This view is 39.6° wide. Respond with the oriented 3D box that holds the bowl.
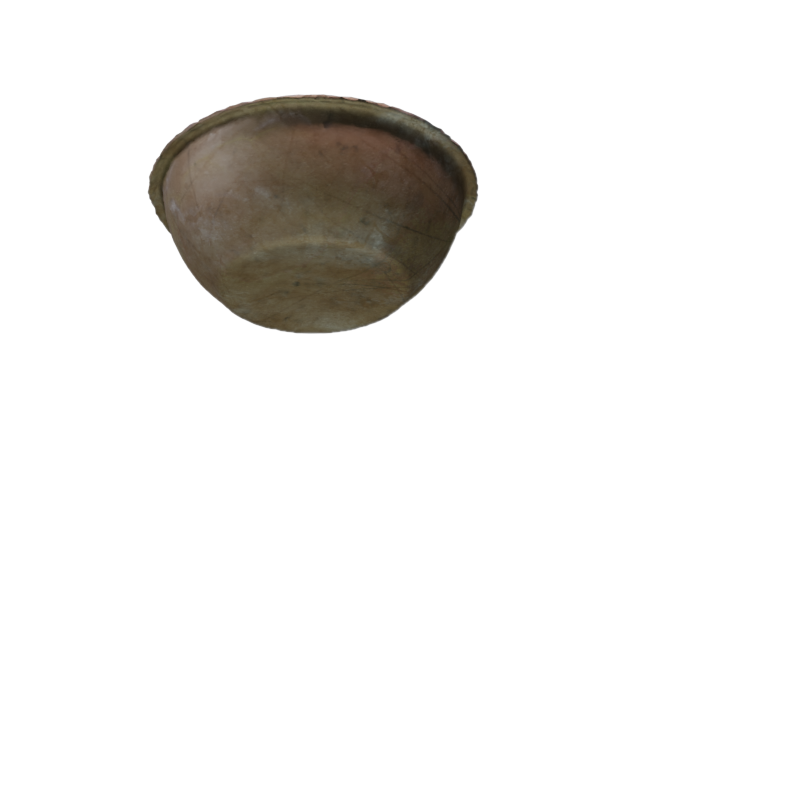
[{"bbox_3d":[-0.042,-0.076,0.533,0.162,0.058,0.153,1,-26,-2],"label":"bowl"}]
